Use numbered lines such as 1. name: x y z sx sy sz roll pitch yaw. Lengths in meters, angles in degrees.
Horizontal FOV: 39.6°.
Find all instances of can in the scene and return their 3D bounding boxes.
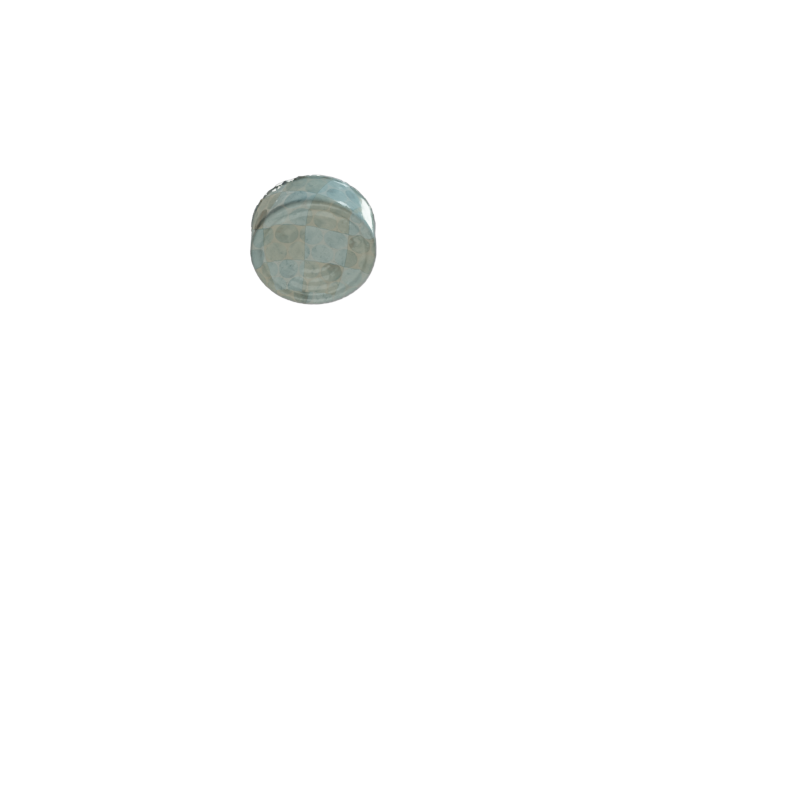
1. can: -0.059 -0.107 0.748 0.086 0.080 0.036 1 36 -1
